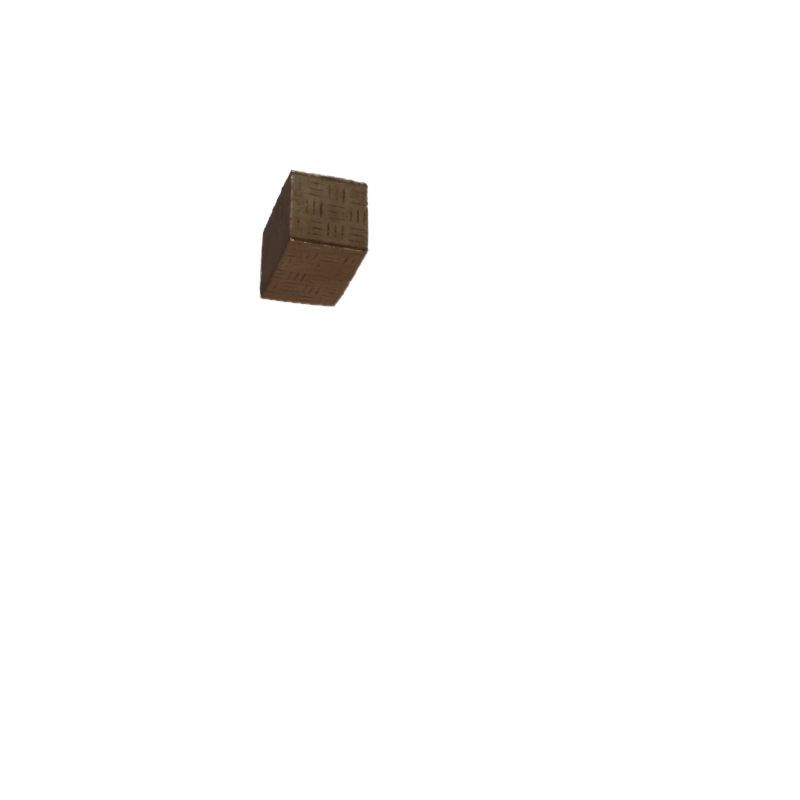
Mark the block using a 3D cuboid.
[{"bbox_3d":[-0.056,-0.102,0.711,0.051,0.054,0.075,8,-29,-17],"label":"block"}]
